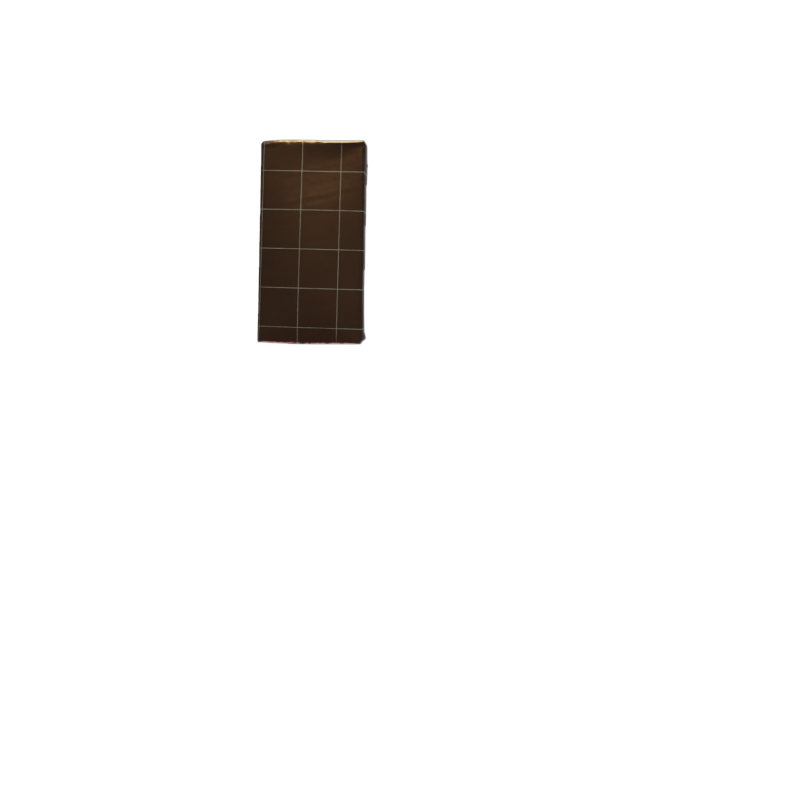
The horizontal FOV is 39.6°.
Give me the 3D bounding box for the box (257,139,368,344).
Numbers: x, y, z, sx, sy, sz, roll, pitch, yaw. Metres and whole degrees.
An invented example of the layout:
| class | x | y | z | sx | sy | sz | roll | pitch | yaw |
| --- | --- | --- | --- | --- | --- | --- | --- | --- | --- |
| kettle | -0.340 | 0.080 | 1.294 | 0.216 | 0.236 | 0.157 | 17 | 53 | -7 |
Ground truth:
| class | x | y | z | sx | sy | sz | roll | pitch | yaw |
| --- | --- | --- | --- | --- | --- | --- | --- | --- | --- |
| box | -0.076 | -0.138 | 0.966 | 0.094 | 0.176 | 0.048 | 0 | 1 | 5 |
